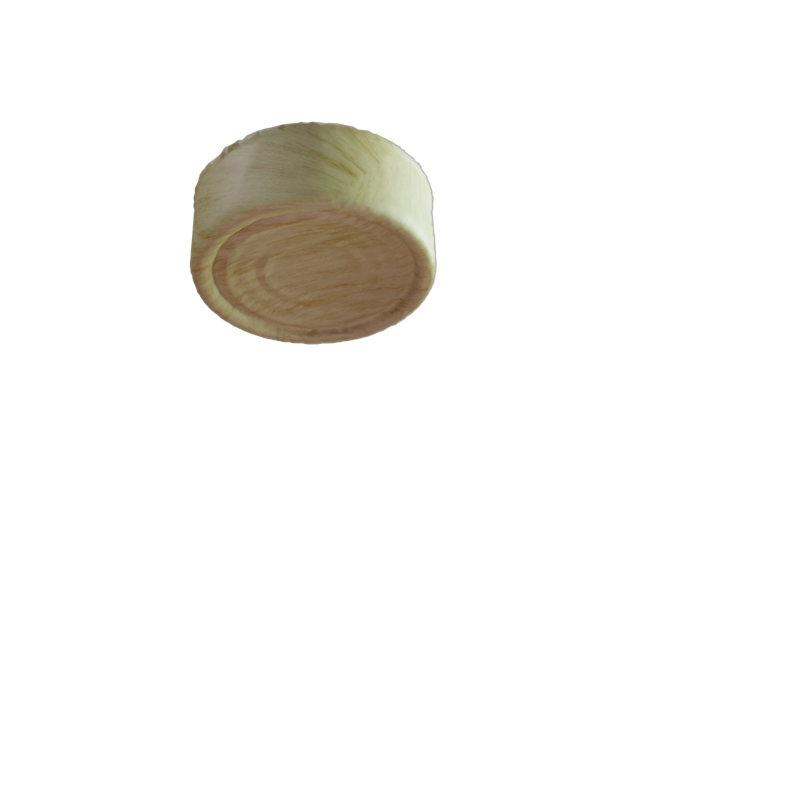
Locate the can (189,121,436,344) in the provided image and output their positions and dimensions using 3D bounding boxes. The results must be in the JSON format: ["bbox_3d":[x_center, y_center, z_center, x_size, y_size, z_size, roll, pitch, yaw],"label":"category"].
[{"bbox_3d":[-0.030,-0.055,0.387,0.086,0.036,0.080,1,-33,-2],"label":"can"}]
